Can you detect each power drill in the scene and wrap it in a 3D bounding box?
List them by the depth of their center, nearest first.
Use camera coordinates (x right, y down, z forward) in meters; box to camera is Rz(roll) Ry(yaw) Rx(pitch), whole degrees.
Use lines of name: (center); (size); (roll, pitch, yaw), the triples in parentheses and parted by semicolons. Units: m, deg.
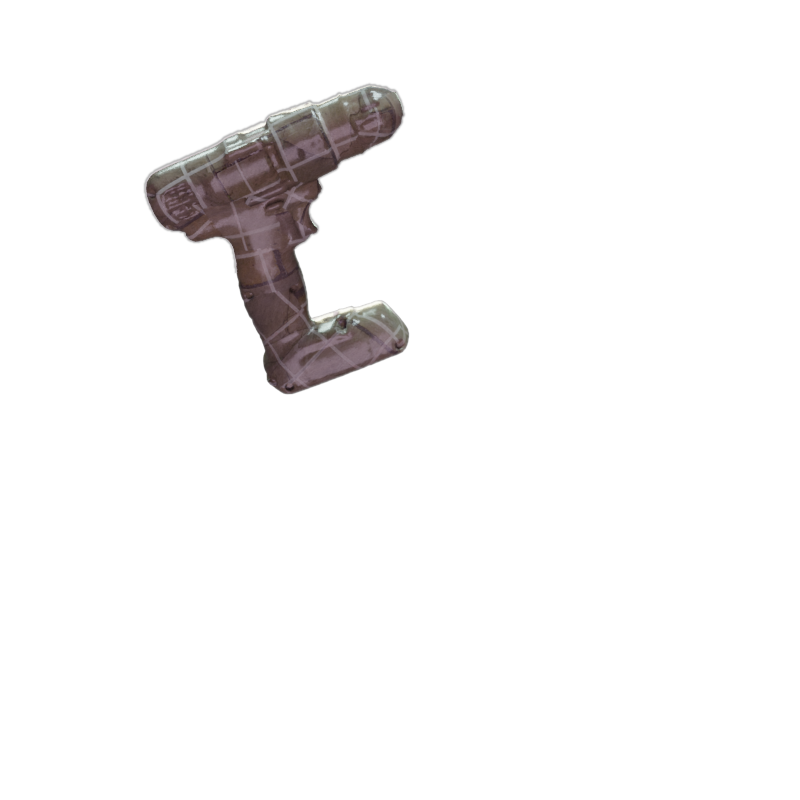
power drill: (-0.061, -0.110, 0.774); (0.185, 0.179, 0.060); (-21, 18, 7)
